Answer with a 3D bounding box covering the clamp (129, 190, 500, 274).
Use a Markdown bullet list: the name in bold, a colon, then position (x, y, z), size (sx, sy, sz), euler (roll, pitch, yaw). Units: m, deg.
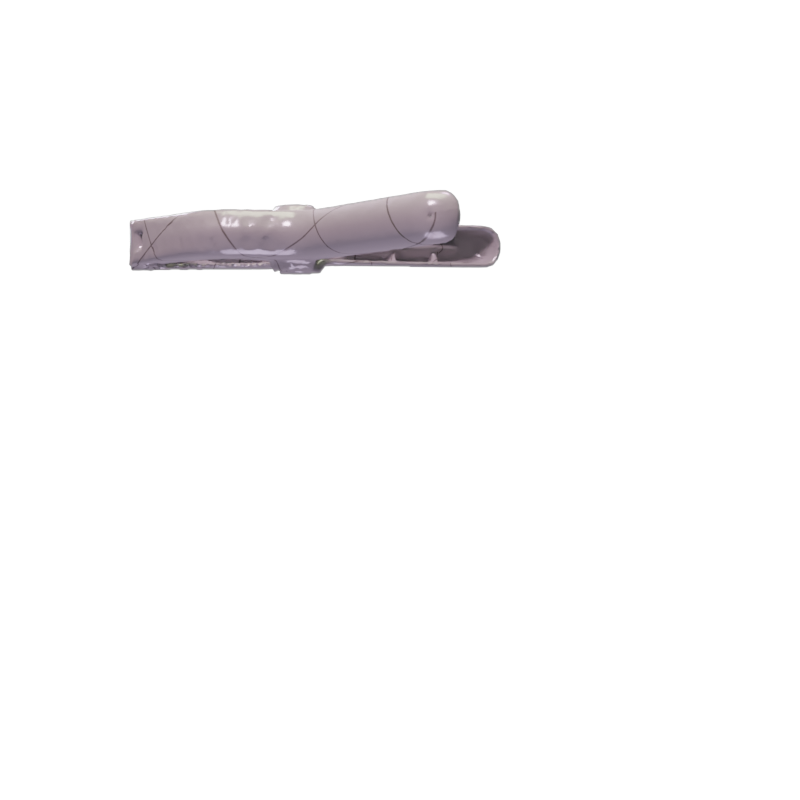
- **clamp**: position (-0.048, -0.088, 0.617), size (0.215, 0.037, 0.159), euler (0, 1, 21)
